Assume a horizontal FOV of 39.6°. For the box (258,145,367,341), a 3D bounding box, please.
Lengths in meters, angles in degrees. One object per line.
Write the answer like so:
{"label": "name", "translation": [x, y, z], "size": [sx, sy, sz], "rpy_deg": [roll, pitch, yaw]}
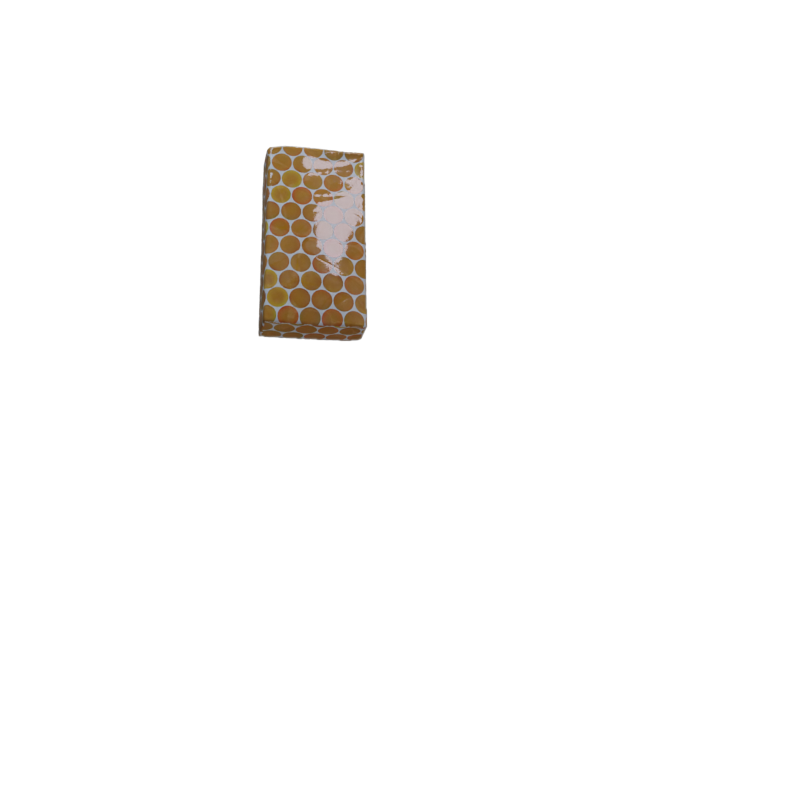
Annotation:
{"label": "box", "translation": [-0.078, -0.143, 0.999], "size": [0.092, 0.185, 0.046], "rpy_deg": [2, -23, -10]}
